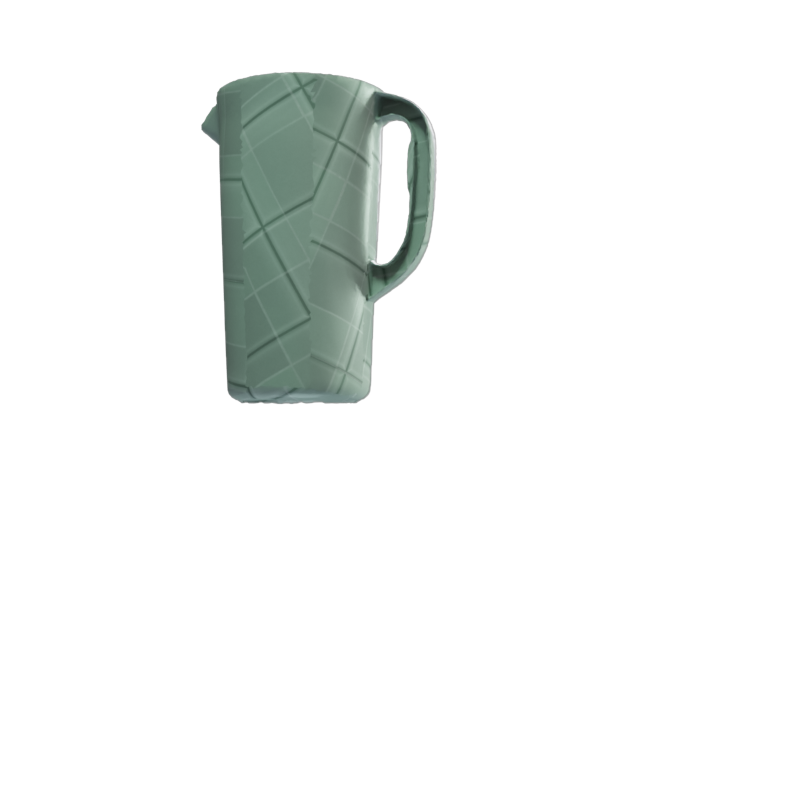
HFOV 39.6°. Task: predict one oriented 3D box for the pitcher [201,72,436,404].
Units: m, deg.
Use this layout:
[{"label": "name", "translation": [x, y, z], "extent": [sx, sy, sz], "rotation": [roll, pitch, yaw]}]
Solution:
[{"label": "pitcher", "translation": [-0.066, -0.120, 0.842], "extent": [0.140, 0.248, 0.152], "rotation": [3, -7, -29]}]
